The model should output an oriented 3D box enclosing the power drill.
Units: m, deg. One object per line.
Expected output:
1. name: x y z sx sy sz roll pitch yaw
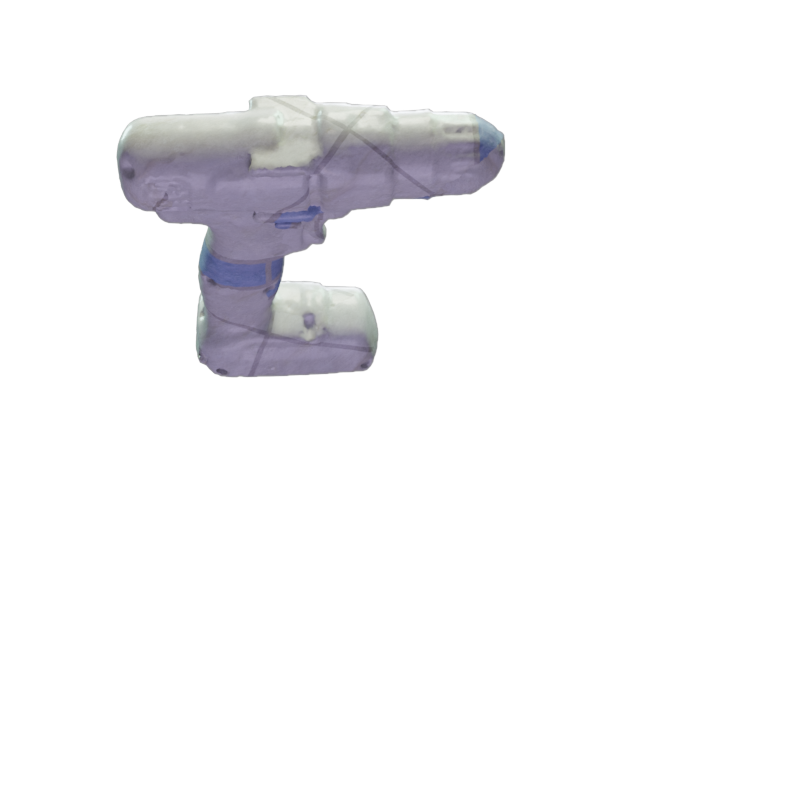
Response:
1. power drill: -0.046 -0.083 0.585 0.184 0.061 0.175 0 -34 -1
